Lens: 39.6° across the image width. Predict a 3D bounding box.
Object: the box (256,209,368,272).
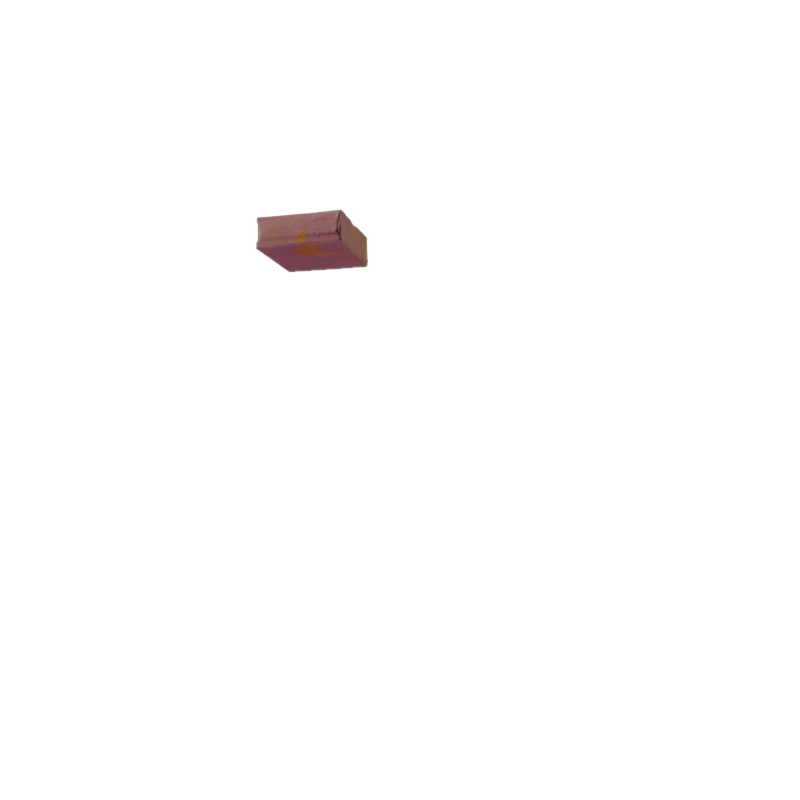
[{"bbox_3d":[-0.073,-0.133,0.933,0.074,0.031,0.085,-3,-10,15],"label":"box"}]
